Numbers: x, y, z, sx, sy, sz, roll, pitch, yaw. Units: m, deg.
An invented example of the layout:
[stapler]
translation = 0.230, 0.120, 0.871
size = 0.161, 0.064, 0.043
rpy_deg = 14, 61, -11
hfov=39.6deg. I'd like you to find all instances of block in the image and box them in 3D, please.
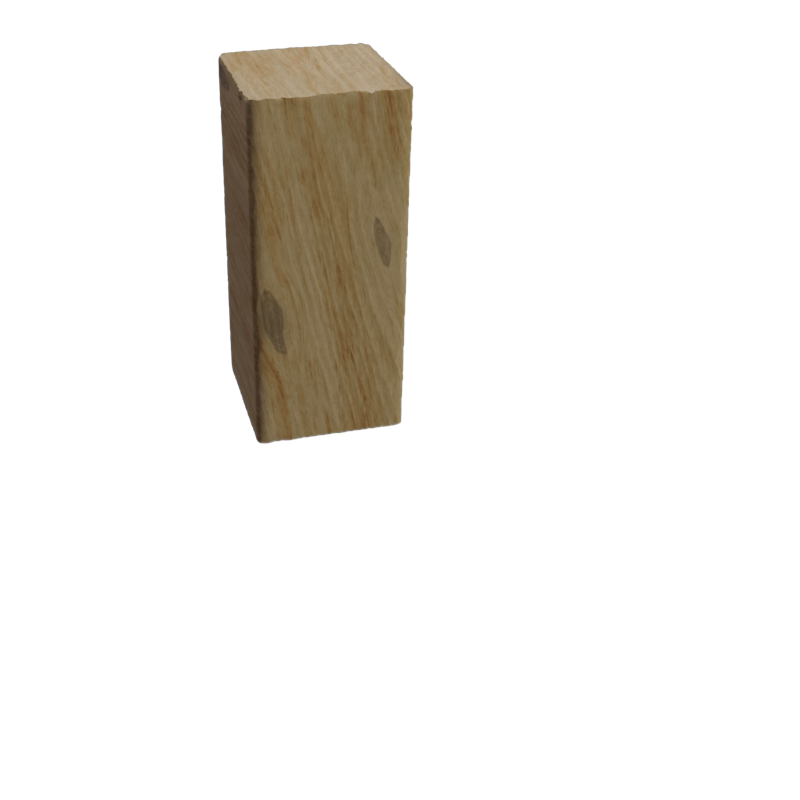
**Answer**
[block]
translation = -0.051, -0.091, 0.637
size = 0.089, 0.195, 0.097
rpy_deg = -6, 29, -15
